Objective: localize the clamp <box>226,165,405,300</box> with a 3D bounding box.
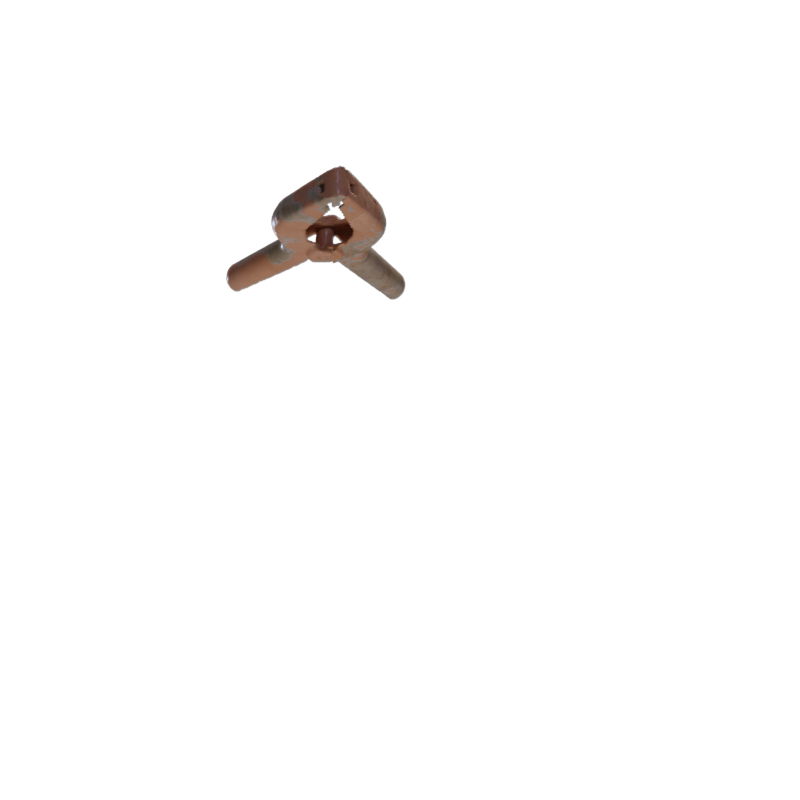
[{"bbox_3d":[-0.074,-0.135,0.949,0.165,0.038,0.199,0,-19,-1],"label":"clamp"}]
